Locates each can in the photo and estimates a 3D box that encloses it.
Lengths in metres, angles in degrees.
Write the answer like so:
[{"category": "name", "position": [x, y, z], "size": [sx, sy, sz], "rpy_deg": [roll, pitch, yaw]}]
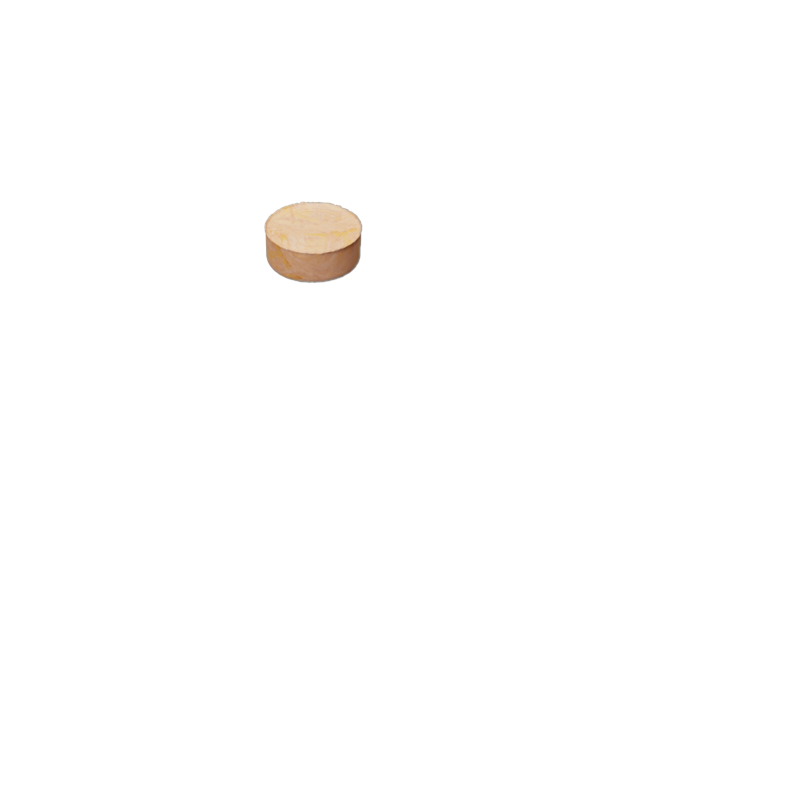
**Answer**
[{"category": "can", "position": [-0.077, -0.140, 0.980], "size": [0.086, 0.031, 0.092], "rpy_deg": [-1, 38, -2]}]
